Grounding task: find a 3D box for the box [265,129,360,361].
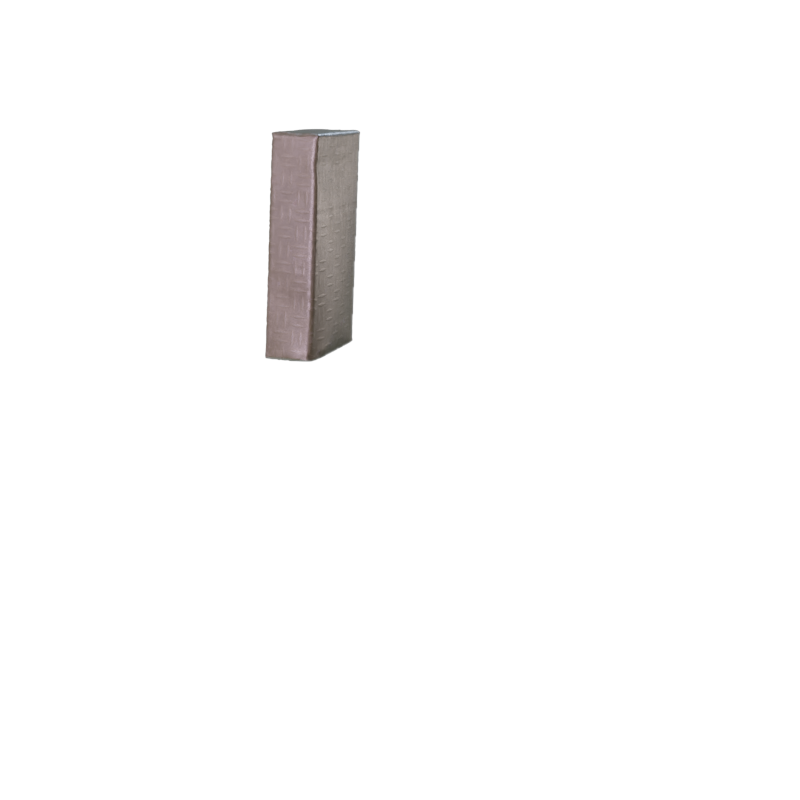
[{"bbox_3d":[-0.069,-0.125,0.876,0.049,0.173,0.093,3,9,19],"label":"box"}]
